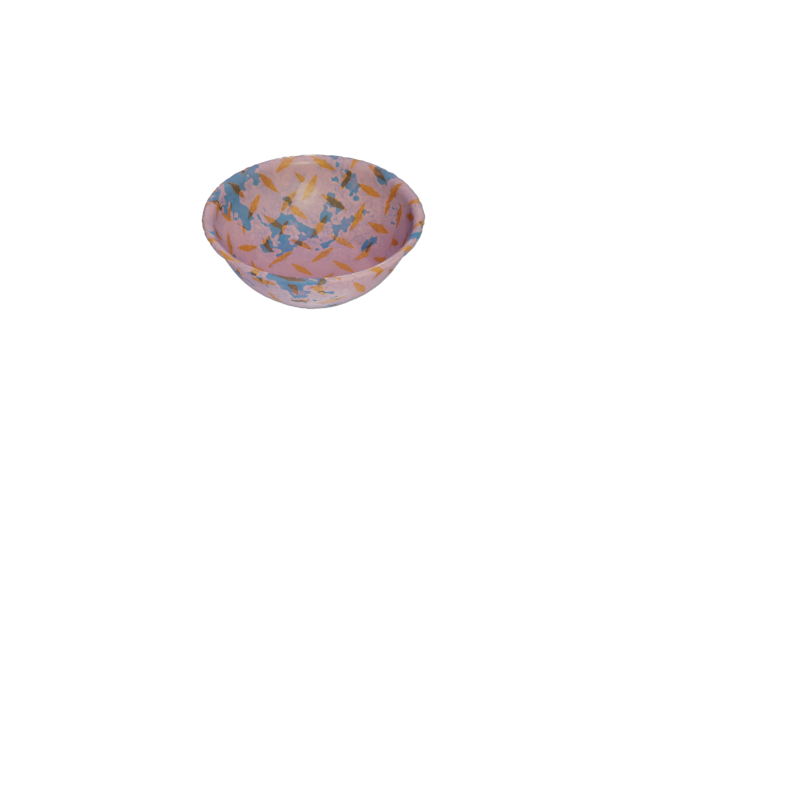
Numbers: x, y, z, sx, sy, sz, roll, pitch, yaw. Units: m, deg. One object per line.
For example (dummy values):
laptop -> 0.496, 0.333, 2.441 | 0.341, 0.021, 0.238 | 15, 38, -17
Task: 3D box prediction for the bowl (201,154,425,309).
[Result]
bowl -> -0.064, -0.117, 0.819 | 0.162, 0.051, 0.174 | -1, 42, -2
